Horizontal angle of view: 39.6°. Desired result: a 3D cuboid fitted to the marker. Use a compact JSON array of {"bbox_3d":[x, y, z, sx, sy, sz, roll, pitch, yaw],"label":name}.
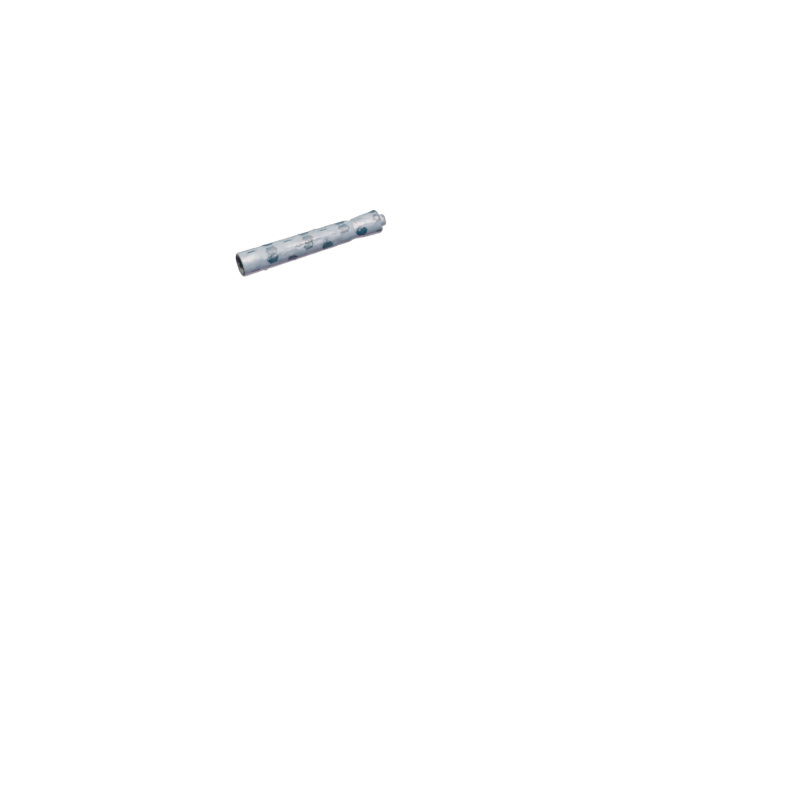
[{"bbox_3d":[-0.066,-0.121,0.846,0.120,0.019,0.020,-20,11,-17],"label":"marker"}]
